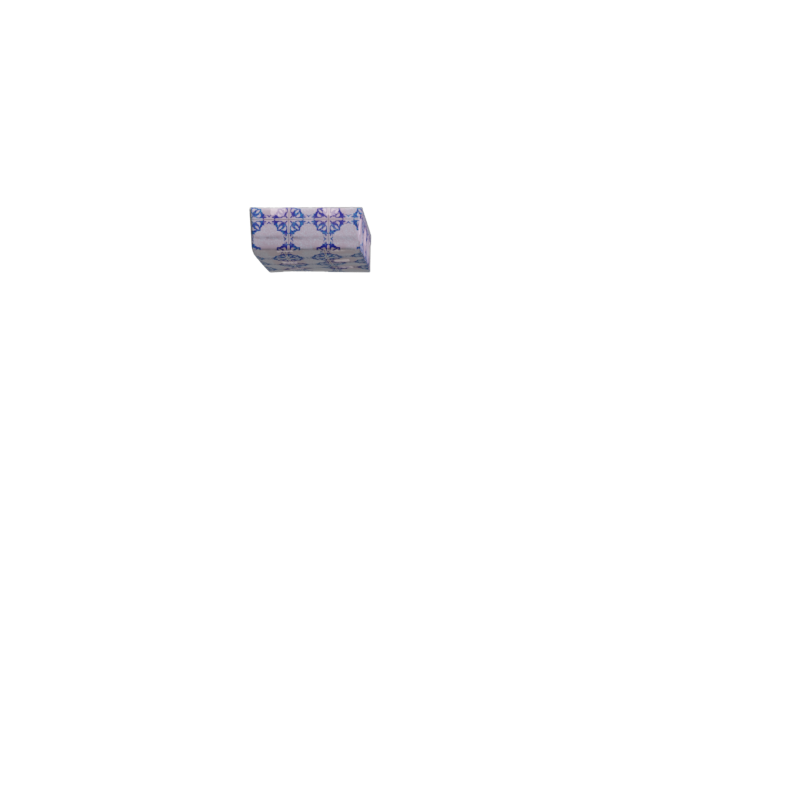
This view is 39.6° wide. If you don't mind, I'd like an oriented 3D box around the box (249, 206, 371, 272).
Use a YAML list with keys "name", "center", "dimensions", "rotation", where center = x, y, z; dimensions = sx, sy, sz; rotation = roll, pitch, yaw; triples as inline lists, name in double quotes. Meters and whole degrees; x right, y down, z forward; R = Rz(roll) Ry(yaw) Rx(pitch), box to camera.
- name: "box"
  center: [-0.071, -0.130, 0.908]
  dimensions: [0.090, 0.039, 0.111]
  rotation: [0, -2, 4]
